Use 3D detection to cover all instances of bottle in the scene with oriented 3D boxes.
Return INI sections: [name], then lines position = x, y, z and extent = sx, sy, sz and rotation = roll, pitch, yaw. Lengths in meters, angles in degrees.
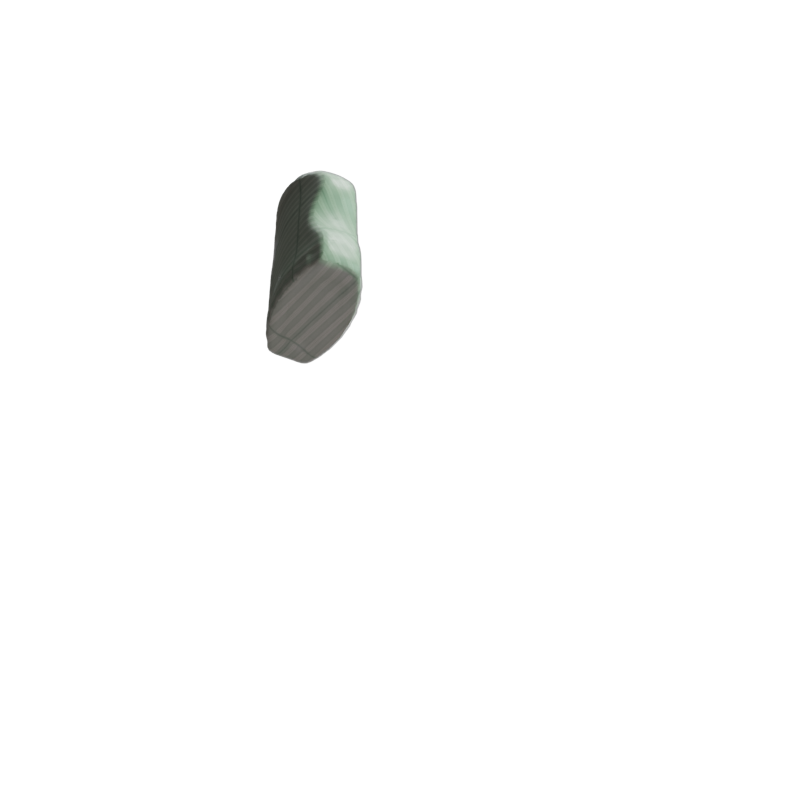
[bottle]
position = -0.067, -0.122, 0.857
extent = 0.057, 0.092, 0.205
rotation = 19, 35, -18
